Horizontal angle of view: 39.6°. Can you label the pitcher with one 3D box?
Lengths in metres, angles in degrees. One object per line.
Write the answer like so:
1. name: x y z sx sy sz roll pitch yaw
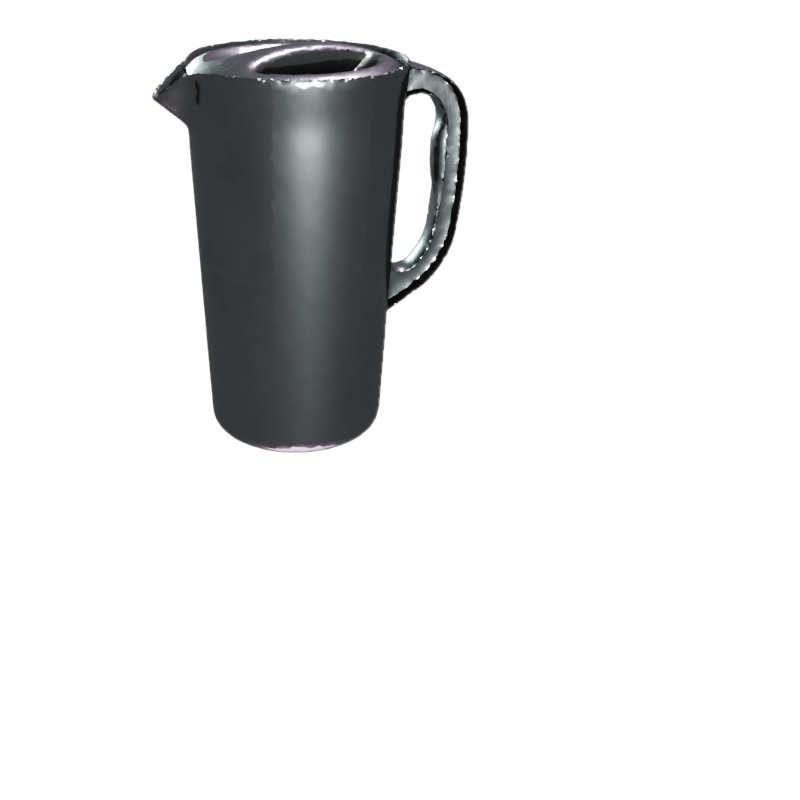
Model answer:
1. pitcher: -0.053 -0.098 0.683 0.156 0.232 0.146 13 25 26
